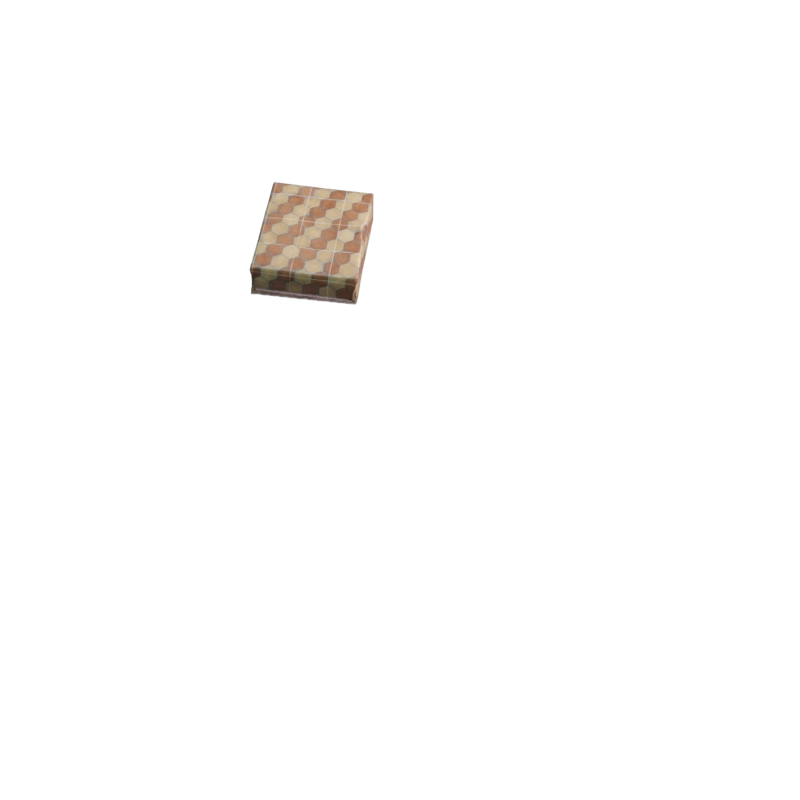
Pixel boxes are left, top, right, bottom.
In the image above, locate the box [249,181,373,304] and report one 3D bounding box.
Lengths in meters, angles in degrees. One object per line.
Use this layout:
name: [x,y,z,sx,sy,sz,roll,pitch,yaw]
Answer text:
box: [-0.060,-0.109,0.764,0.074,0.095,0.028,6,-42,5]
